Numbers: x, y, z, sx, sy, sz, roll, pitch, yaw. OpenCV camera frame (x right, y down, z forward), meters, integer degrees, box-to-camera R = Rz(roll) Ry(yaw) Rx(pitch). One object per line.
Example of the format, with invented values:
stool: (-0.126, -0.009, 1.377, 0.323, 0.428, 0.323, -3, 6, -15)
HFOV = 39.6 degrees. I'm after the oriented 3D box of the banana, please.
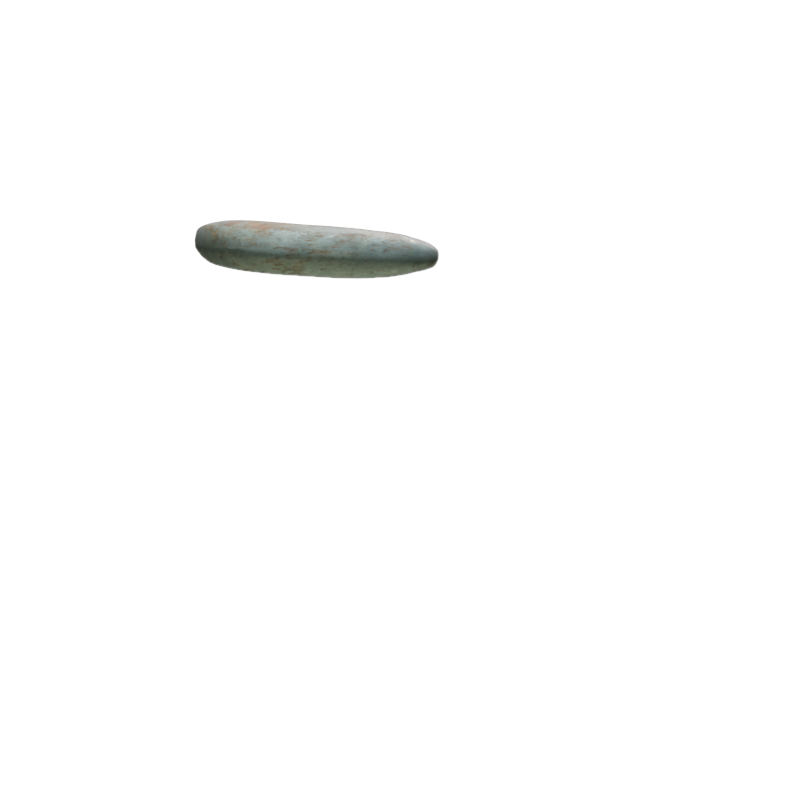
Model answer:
banana: (-0.074, -0.113, 0.810, 0.204, 0.035, 0.070, 8, 19, 22)
